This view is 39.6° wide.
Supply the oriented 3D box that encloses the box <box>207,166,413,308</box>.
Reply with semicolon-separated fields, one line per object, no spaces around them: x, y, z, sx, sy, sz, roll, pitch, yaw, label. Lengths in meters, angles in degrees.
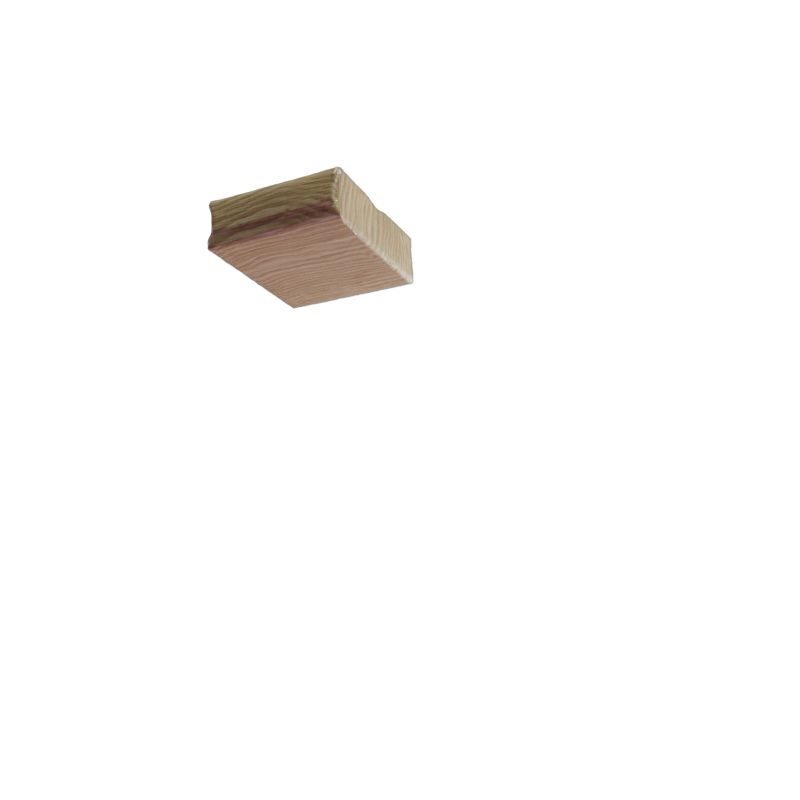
-0.044;-0.080;0.563;0.074;0.032;0.083;-11;-23;25;box
